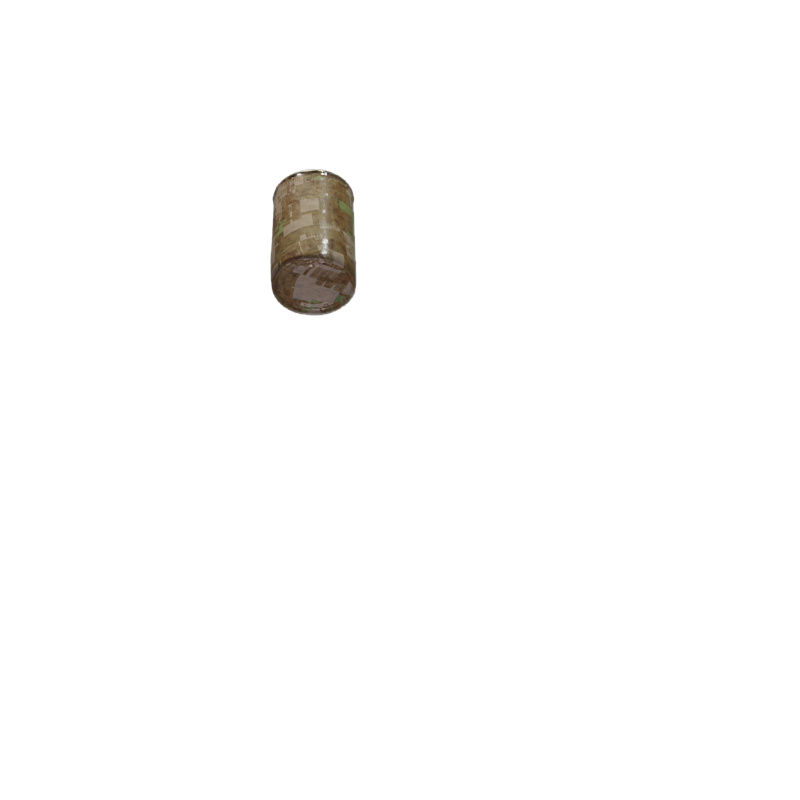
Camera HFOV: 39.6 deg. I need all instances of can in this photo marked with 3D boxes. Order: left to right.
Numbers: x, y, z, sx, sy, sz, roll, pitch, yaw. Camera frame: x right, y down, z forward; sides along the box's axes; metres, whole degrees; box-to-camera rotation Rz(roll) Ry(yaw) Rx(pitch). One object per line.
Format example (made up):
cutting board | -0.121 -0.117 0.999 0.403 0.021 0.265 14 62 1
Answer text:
can | -0.069 -0.127 0.888 0.068 0.110 0.064 -1 -42 -3
